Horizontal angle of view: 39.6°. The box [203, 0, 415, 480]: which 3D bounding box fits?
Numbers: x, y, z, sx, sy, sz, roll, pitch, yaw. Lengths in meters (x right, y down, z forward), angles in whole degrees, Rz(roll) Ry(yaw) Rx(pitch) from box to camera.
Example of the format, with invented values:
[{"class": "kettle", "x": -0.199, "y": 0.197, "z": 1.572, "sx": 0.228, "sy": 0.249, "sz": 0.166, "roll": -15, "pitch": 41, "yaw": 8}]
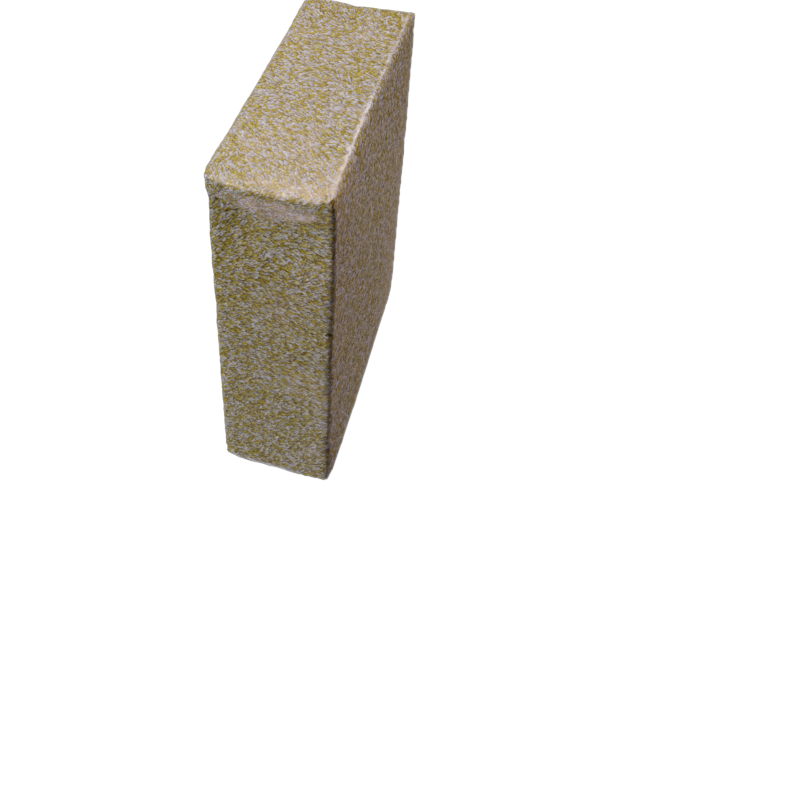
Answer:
[{"class": "box", "x": -0.048, "y": -0.088, "z": 0.617, "sx": 0.073, "sy": 0.173, "sz": 0.199, "roll": 12, "pitch": -42, "yaw": 7}]
